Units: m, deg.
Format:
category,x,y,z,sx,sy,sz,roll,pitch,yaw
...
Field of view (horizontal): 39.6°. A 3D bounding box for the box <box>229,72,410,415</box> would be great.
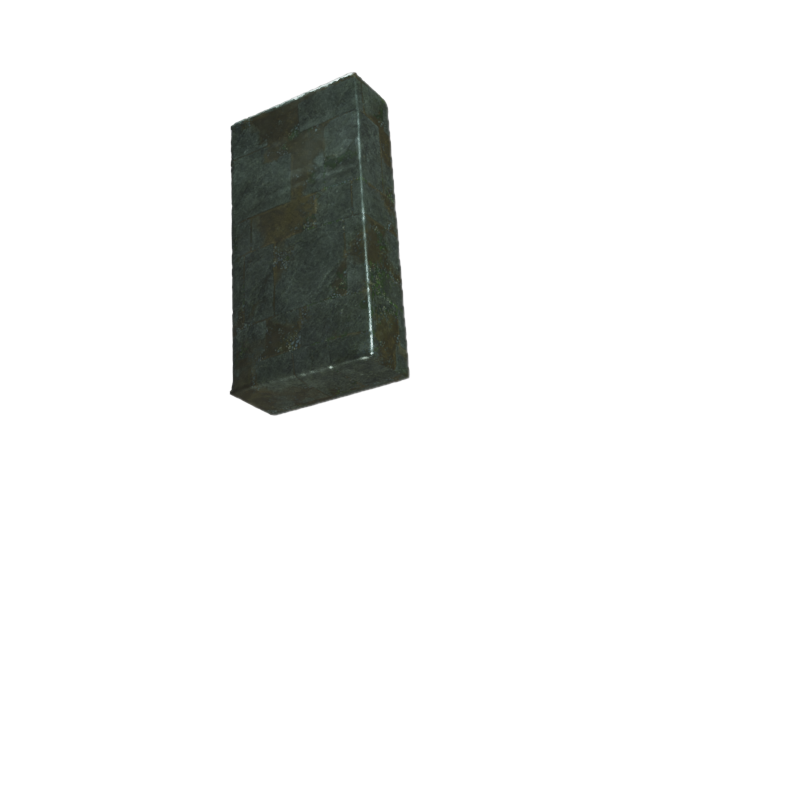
category,x,y,z,sx,sy,sz,roll,pitch,yaw
box,-0.048,-0.089,0.621,0.094,0.187,0.045,-18,-32,28
